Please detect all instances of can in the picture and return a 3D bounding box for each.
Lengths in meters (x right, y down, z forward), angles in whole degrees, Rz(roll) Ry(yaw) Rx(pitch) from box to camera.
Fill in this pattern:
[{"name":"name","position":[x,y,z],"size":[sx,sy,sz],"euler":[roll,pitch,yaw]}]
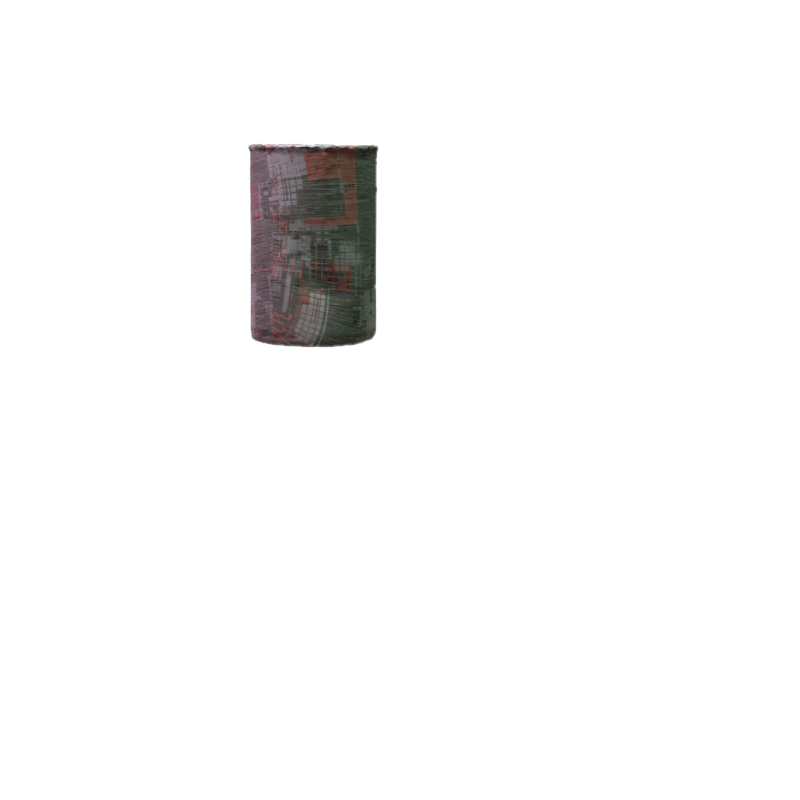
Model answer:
[{"name":"can","position":[-0.046,-0.083,0.584],"size":[0.068,0.101,0.070],"euler":[0,7,-2]}]
